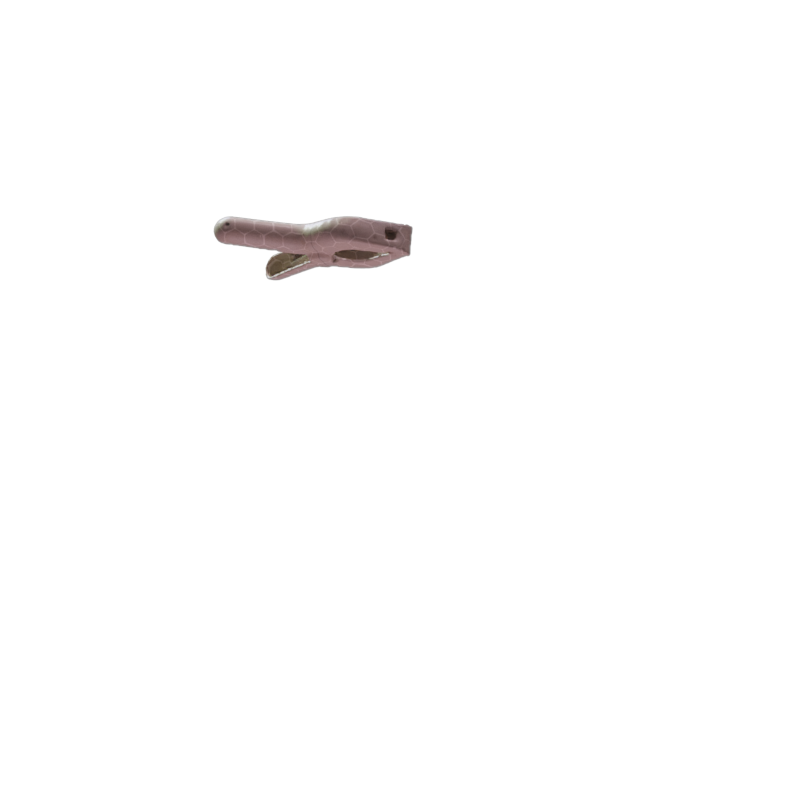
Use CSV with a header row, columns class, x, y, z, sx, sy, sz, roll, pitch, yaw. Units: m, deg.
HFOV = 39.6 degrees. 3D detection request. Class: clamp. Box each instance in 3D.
class,x,y,z,sx,sy,sz,roll,pitch,yaw
clamp,-0.077,-0.141,0.986,0.176,0.040,0.113,-5,-11,29
